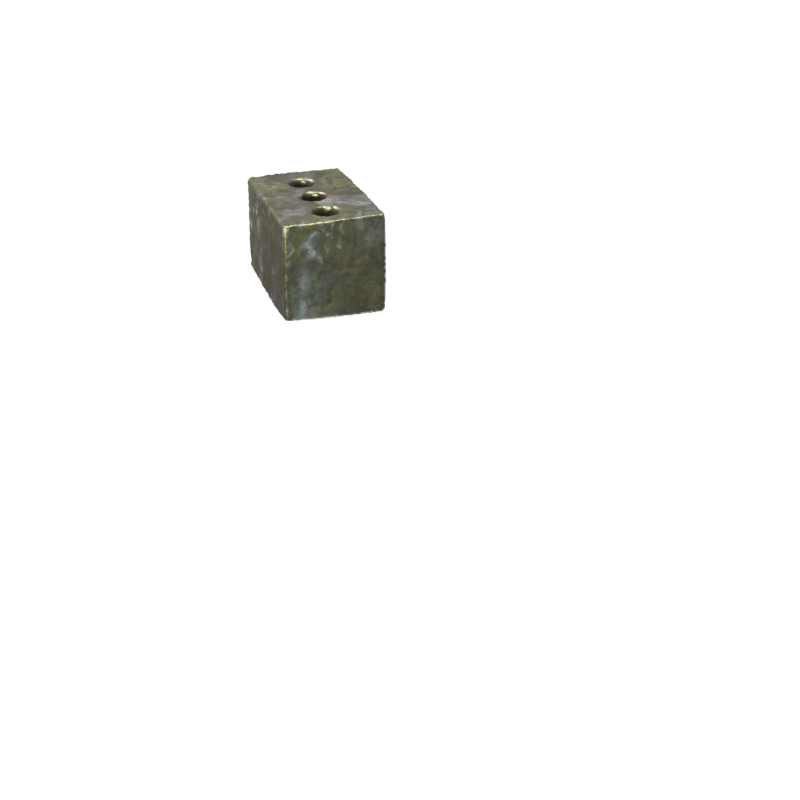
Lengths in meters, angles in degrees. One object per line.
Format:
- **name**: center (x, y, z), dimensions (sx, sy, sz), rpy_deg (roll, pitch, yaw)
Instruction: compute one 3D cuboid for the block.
- **block**: center (-0.044, -0.081, 0.567), dimensions (0.052, 0.049, 0.084), rpy_deg (-8, 28, -18)
